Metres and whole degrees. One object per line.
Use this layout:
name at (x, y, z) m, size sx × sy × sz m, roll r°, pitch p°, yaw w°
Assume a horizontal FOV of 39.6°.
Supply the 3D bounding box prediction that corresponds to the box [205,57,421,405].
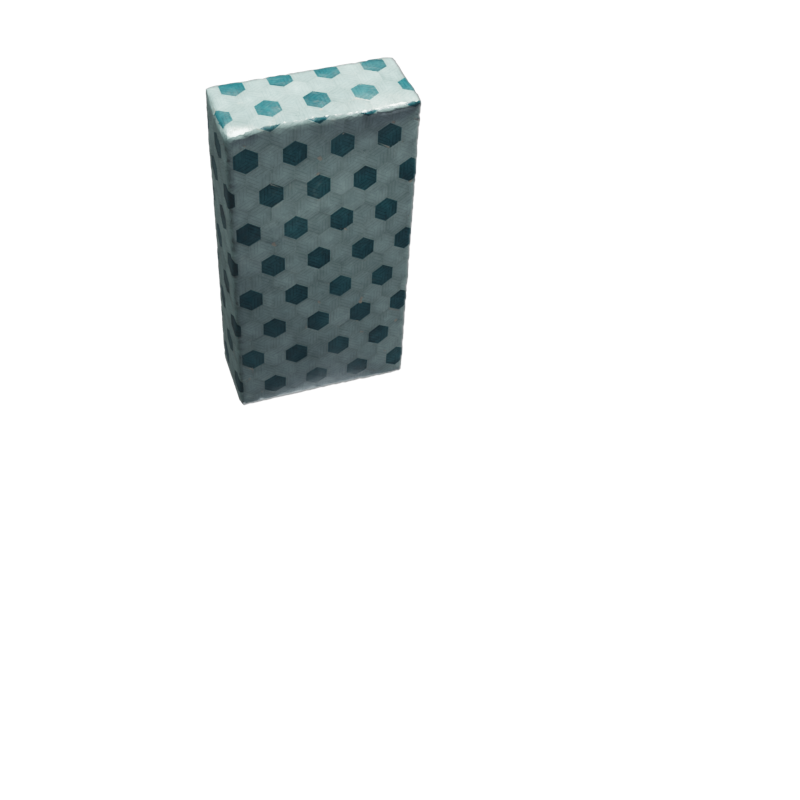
box at (-0.043, -0.078, 0.549) m, size 0.092 × 0.052 × 0.164 m, roll -12°, pitch -41°, yaw -14°
